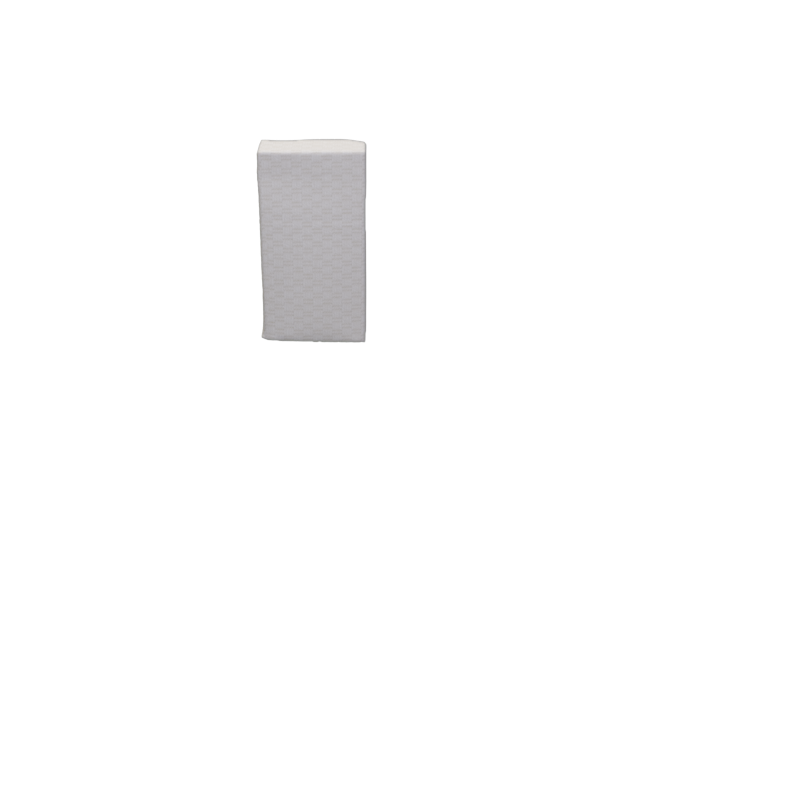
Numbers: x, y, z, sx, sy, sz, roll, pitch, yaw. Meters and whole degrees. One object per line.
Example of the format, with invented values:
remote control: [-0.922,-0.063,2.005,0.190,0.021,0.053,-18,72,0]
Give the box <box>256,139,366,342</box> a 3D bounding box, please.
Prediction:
box: [-0.075,-0.137,0.962,0.093,0.169,0.050,2,20,1]
